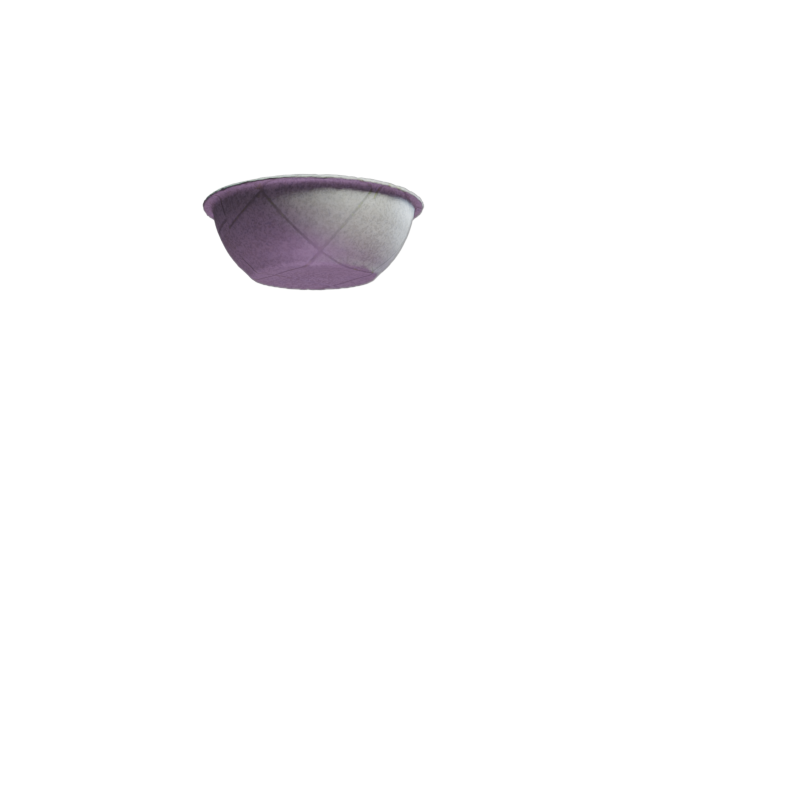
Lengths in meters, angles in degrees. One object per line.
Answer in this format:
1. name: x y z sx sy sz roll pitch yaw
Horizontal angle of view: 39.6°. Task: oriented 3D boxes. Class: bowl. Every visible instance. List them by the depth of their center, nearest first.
1. bowl: -0.063 -0.115 0.807 0.162 0.056 0.158 0 -6 -2
